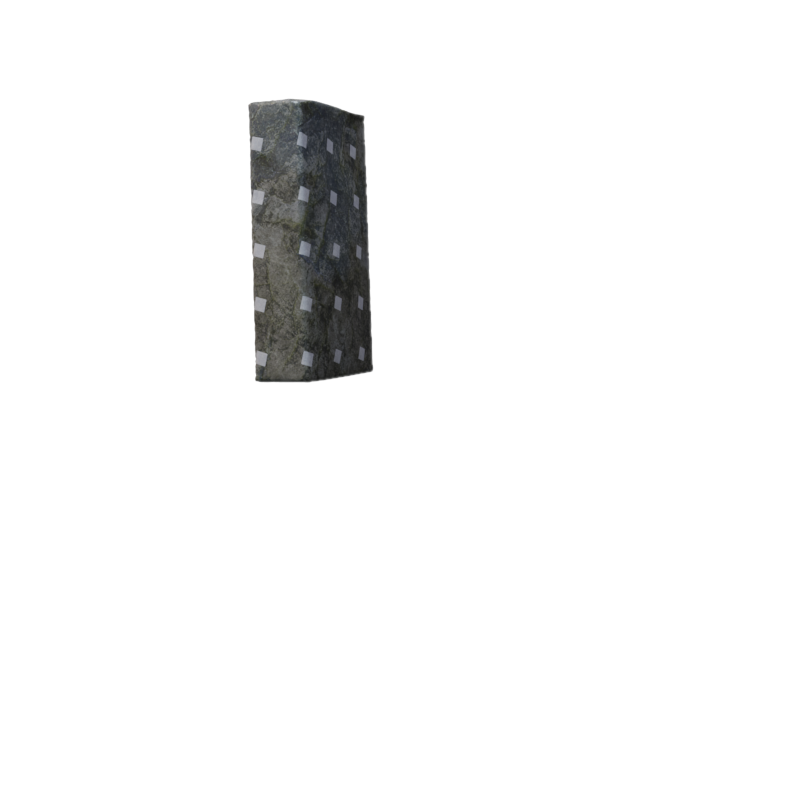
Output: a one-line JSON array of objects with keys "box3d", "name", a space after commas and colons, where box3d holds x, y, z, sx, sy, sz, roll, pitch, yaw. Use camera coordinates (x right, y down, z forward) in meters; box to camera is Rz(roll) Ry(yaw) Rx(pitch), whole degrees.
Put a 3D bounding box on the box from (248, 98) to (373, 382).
[{"box3d": [-0.056, -0.103, 0.723, 0.049, 0.176, 0.090, 0, 0, 26], "name": "box"}]
